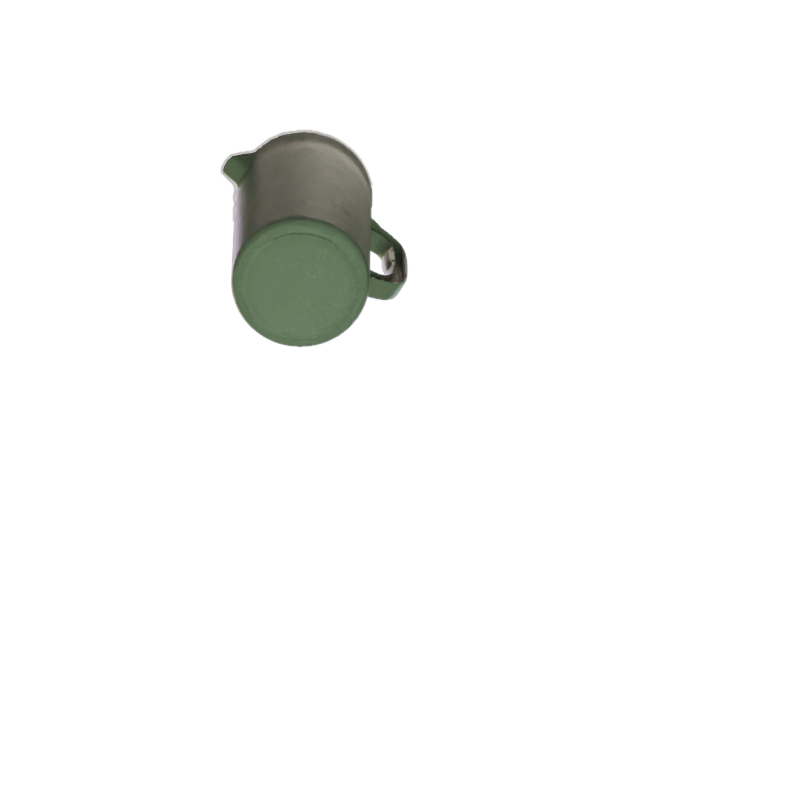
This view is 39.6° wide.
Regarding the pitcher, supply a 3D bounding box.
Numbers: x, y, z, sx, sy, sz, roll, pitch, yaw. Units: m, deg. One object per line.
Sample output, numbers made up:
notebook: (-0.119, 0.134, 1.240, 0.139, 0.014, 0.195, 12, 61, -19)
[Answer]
pitcher: (-0.075, -0.138, 0.964, 0.149, 0.137, 0.256, -14, 25, 3)
